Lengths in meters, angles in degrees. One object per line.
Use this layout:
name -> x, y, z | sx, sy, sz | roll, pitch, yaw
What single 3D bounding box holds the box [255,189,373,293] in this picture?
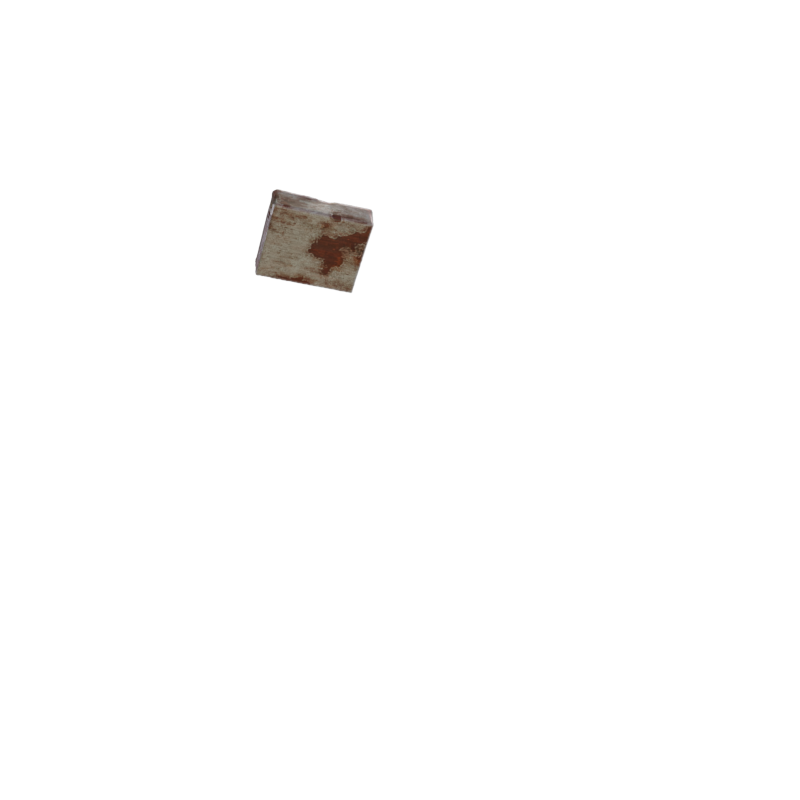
box -> -0.075, -0.136, 0.954 | 0.088, 0.069, 0.032 | 12, 34, -8
